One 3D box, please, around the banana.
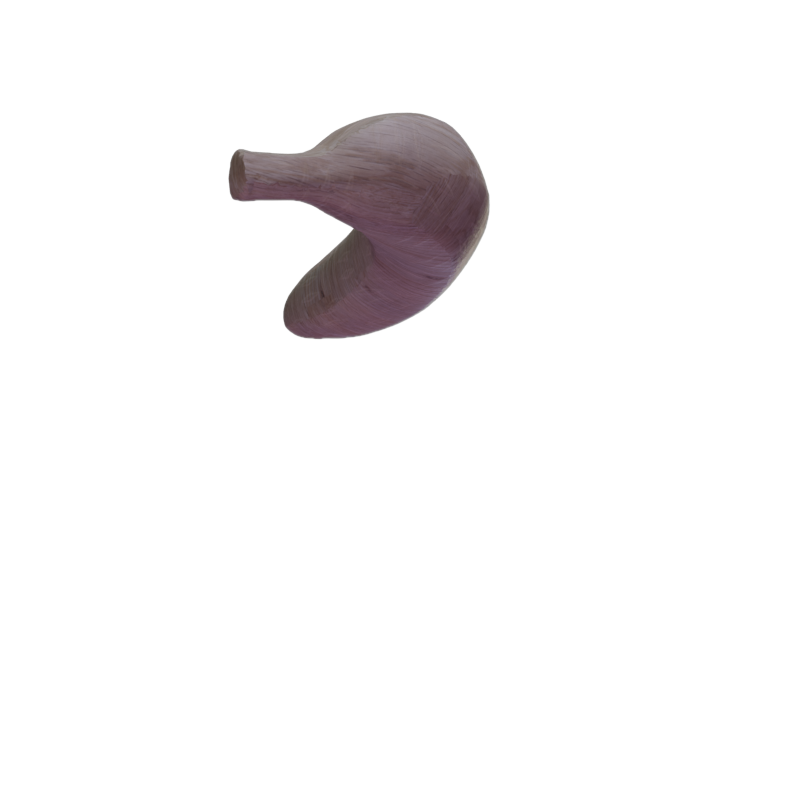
[{"bbox_3d":[-0.009,-0.051,0.350,0.070,0.038,0.192,0,-9,-1],"label":"banana"}]
